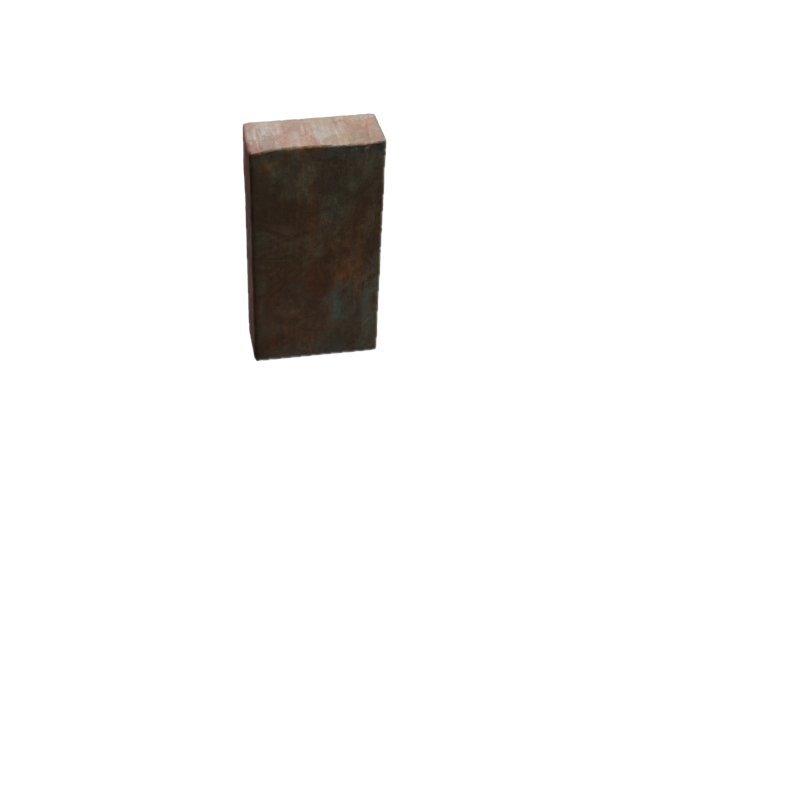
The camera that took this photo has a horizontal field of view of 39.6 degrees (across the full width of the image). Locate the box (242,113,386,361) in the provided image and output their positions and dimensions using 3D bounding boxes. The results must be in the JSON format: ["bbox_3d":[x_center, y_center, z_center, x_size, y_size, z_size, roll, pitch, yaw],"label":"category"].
[{"bbox_3d":[-0.061,-0.110,0.774,0.092,0.164,0.052,-5,40,-10],"label":"box"}]
